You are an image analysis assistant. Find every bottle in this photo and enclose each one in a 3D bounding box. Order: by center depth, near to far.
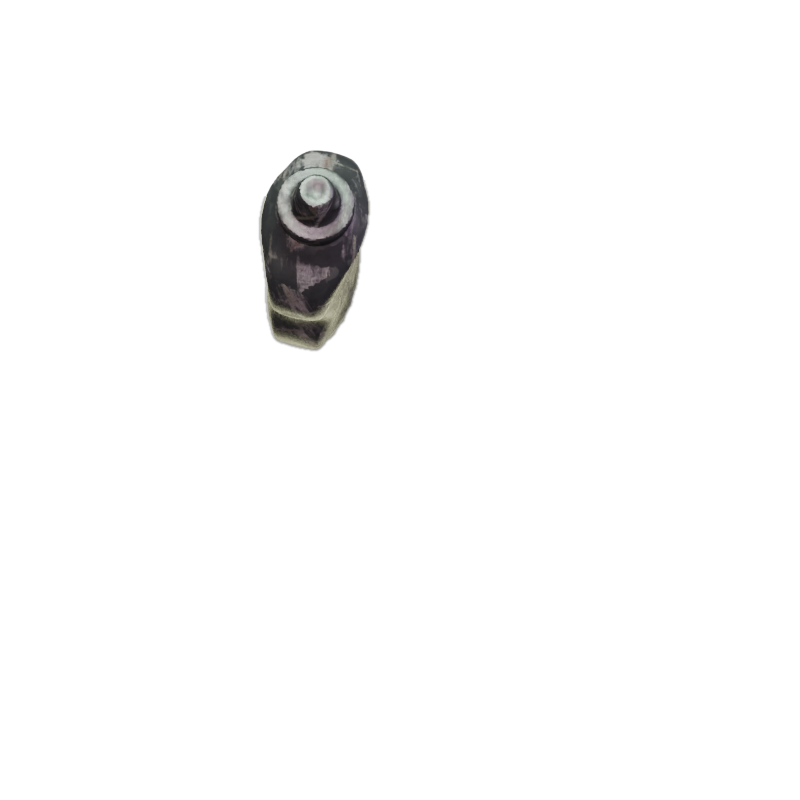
[{"bbox_3d":[-0.050,-0.092,0.645,0.058,0.098,0.187,15,-10,-2],"label":"bottle"}]
